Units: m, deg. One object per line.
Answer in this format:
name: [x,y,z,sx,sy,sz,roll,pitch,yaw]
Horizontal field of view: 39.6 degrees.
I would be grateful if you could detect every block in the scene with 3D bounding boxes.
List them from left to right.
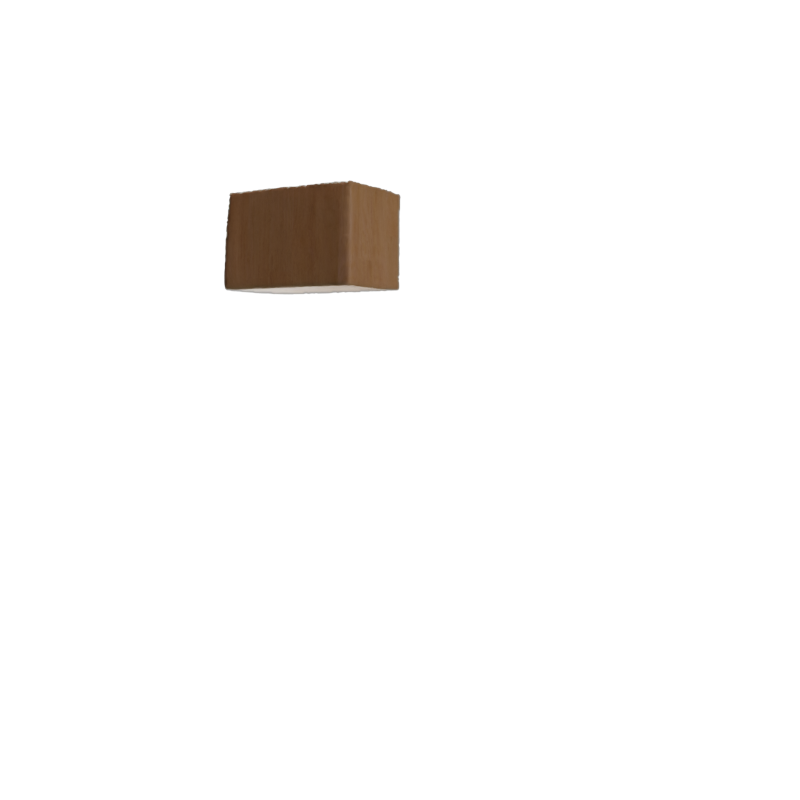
block: [-0.045,-0.082,0.576,0.080,0.052,0.051,0,-2,31]
